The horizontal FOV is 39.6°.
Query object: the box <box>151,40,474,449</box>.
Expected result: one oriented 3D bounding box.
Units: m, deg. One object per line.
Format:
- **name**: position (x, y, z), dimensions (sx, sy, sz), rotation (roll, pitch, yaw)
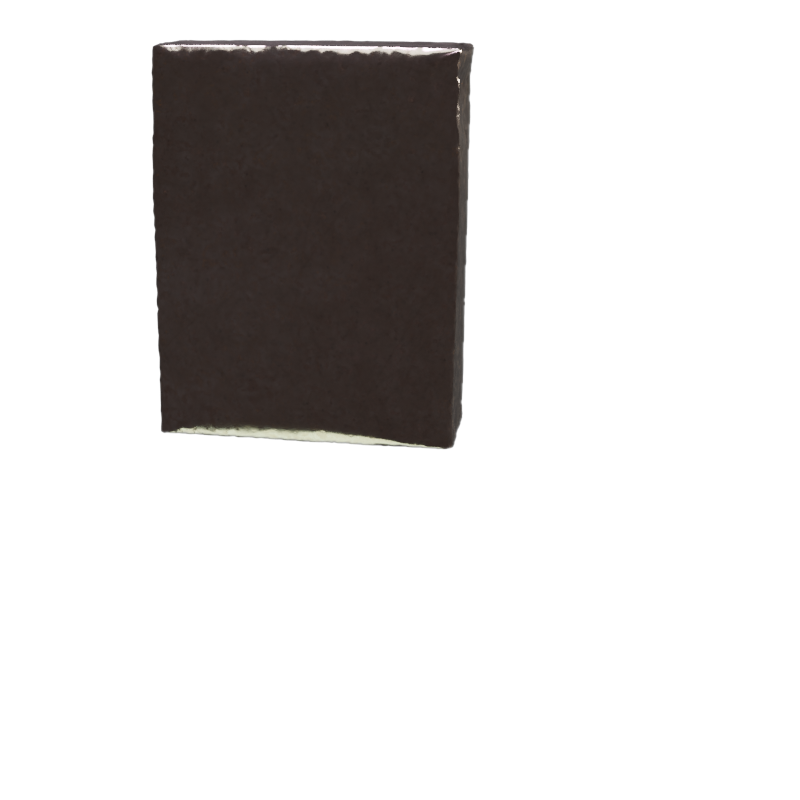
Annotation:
- **box**: position (-0.047, -0.086, 0.602), dimensions (0.167, 0.207, 0.073), rotation (3, 13, 10)
